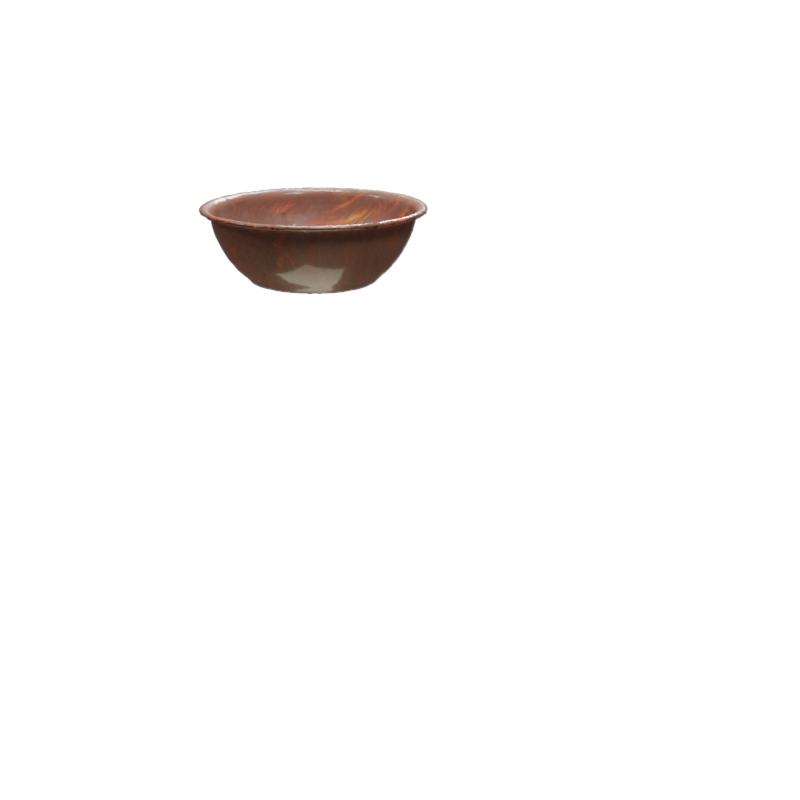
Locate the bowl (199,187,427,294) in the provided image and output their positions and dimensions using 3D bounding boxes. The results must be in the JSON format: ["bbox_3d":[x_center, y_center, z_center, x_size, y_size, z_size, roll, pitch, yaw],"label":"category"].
[{"bbox_3d":[-0.062,-0.113,0.791,0.162,0.053,0.168,-1,19,-2],"label":"bowl"}]
